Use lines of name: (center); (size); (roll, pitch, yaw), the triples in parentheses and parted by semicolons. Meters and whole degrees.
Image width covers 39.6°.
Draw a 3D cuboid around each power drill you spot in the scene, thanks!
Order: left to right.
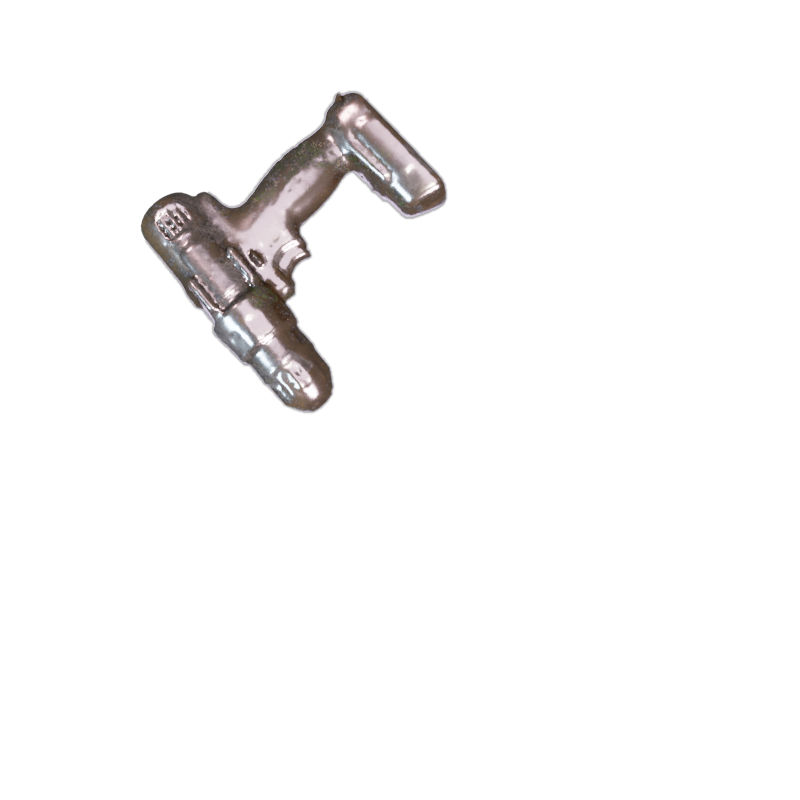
power drill: (-0.061, -0.110, 0.774); (0.188, 0.190, 0.055); (-39, -11, -10)
